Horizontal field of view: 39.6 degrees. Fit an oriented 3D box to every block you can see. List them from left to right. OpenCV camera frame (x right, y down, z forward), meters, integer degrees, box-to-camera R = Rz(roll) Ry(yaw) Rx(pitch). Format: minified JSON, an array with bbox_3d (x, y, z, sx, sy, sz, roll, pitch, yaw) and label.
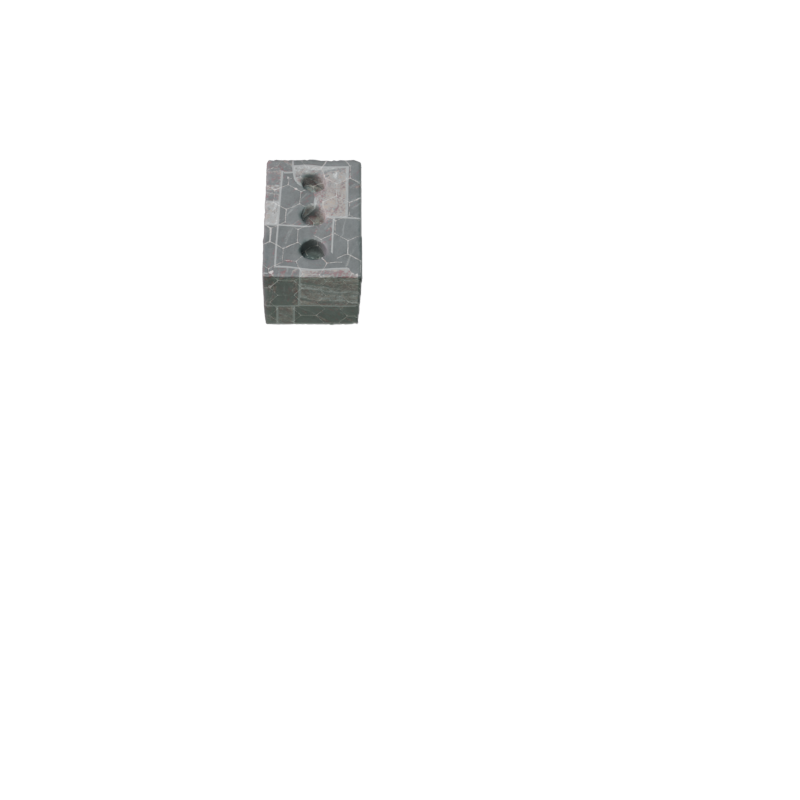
[{"bbox_3d":[-0.047,-0.086,0.601,0.053,0.083,0.048,-1,-31,-2],"label":"block"}]
